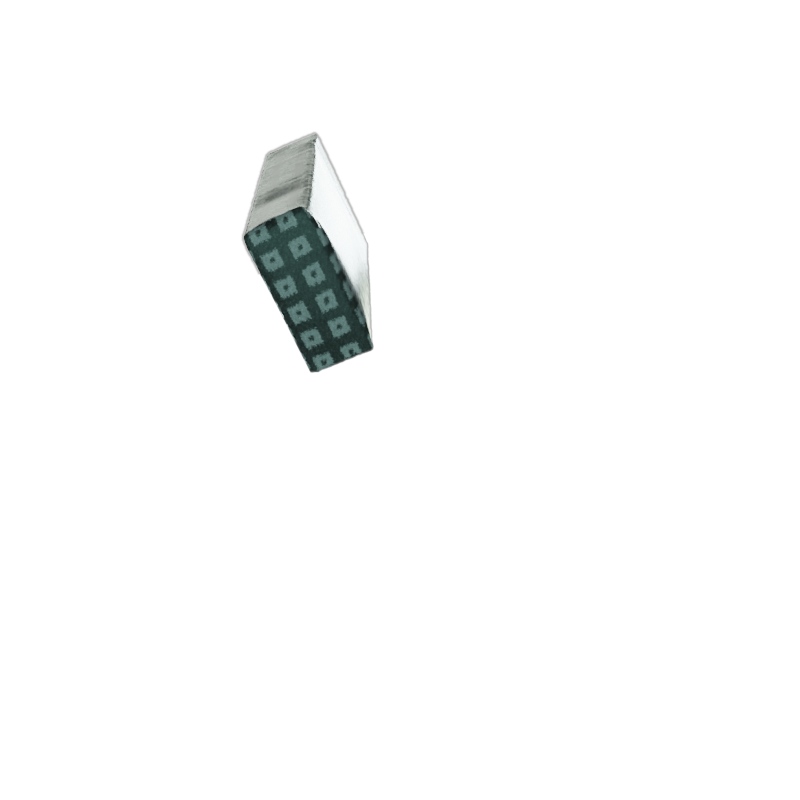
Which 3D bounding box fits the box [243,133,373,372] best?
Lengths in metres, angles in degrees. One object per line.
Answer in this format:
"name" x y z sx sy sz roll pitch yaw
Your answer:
"box" -0.054 -0.098 0.688 0.048 0.089 0.185 -23 23 6
